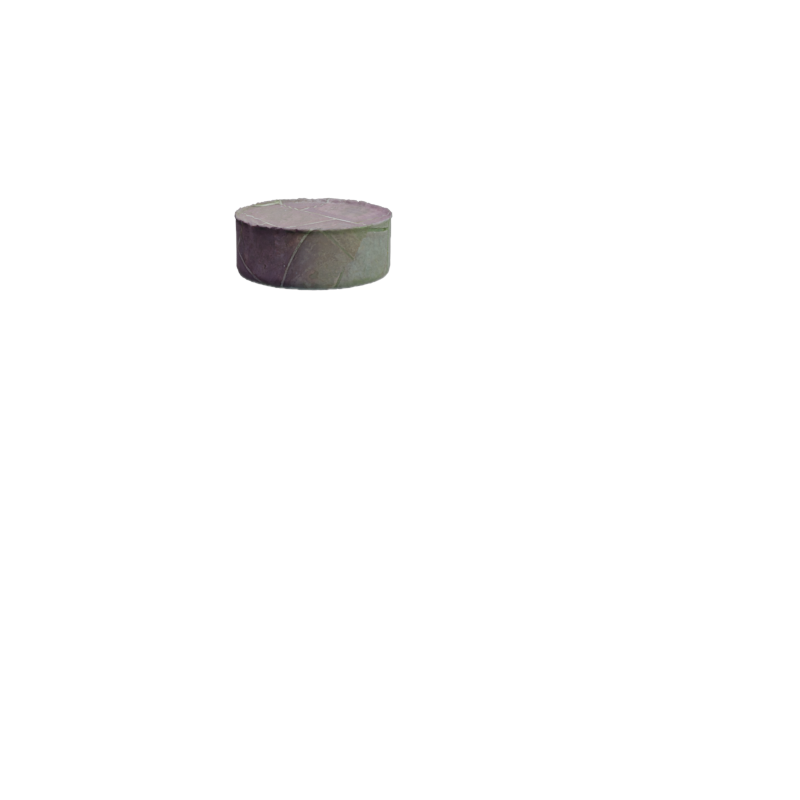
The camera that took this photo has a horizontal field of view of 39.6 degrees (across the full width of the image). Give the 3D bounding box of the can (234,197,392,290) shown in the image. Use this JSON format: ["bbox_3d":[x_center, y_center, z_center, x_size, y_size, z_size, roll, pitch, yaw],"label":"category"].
[{"bbox_3d":[-0.047,-0.086,0.606,0.086,0.032,0.089,-1,19,-2],"label":"can"}]
